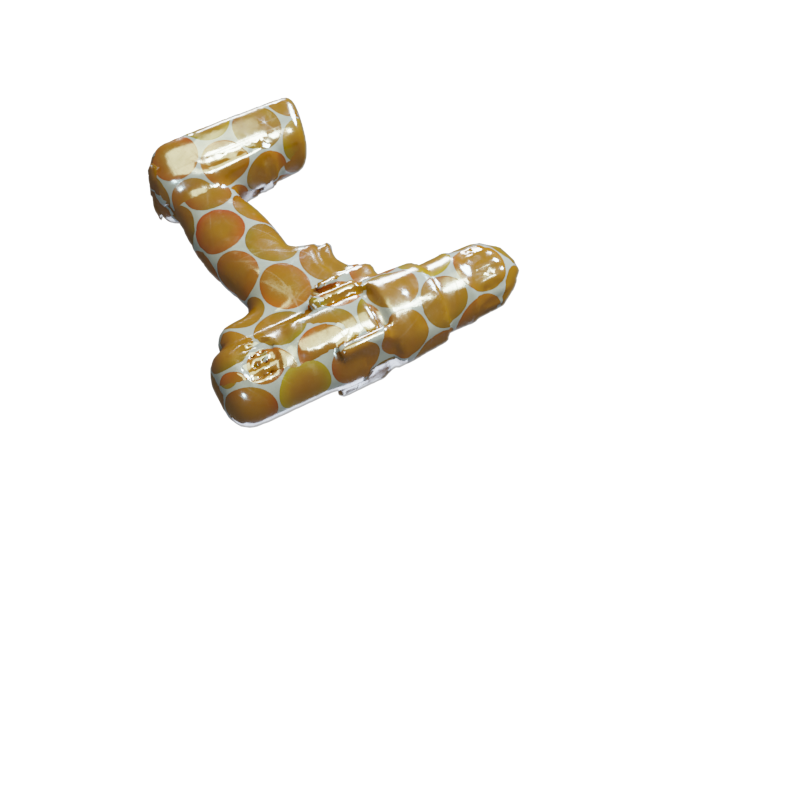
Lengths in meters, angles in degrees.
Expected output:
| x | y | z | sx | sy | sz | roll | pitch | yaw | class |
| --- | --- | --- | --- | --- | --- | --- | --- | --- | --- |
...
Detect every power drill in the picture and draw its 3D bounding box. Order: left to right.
| x | y | z | sx | sy | sz | roll | pitch | yaw | class |
| --- | --- | --- | --- | --- | --- | --- | --- | --- | --- |
| -0.051 | -0.092 | 0.645 | 0.183 | 0.202 | 0.054 | -24 | -32 | -17 | power drill |
